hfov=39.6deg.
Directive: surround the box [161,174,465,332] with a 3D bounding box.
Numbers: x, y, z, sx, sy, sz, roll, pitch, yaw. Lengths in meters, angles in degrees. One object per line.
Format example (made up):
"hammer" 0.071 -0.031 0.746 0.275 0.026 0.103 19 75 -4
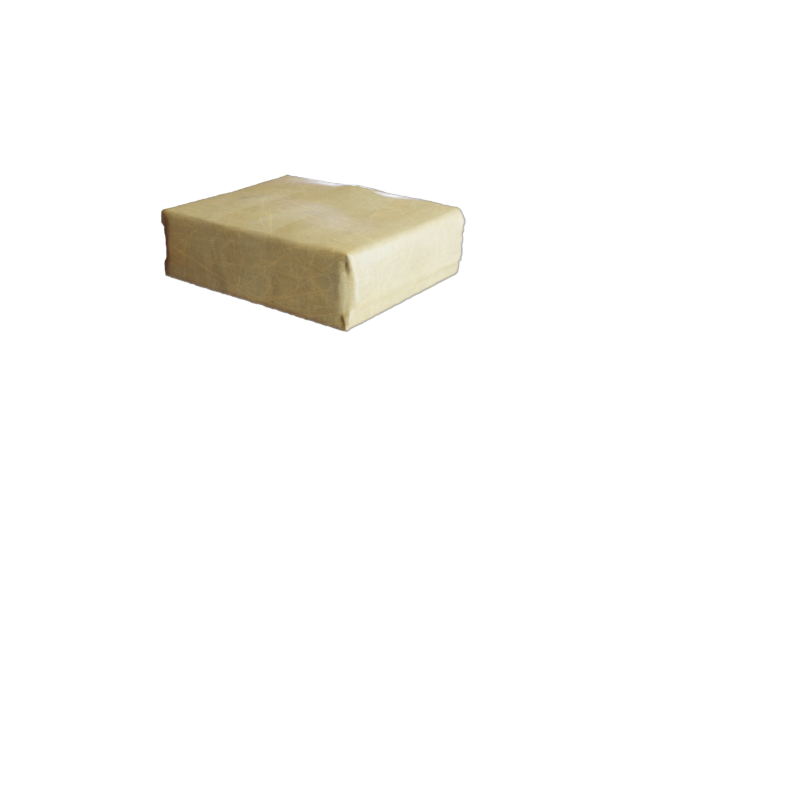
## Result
"box" -0.032 -0.059 0.414 0.094 0.029 0.073 17 29 33
